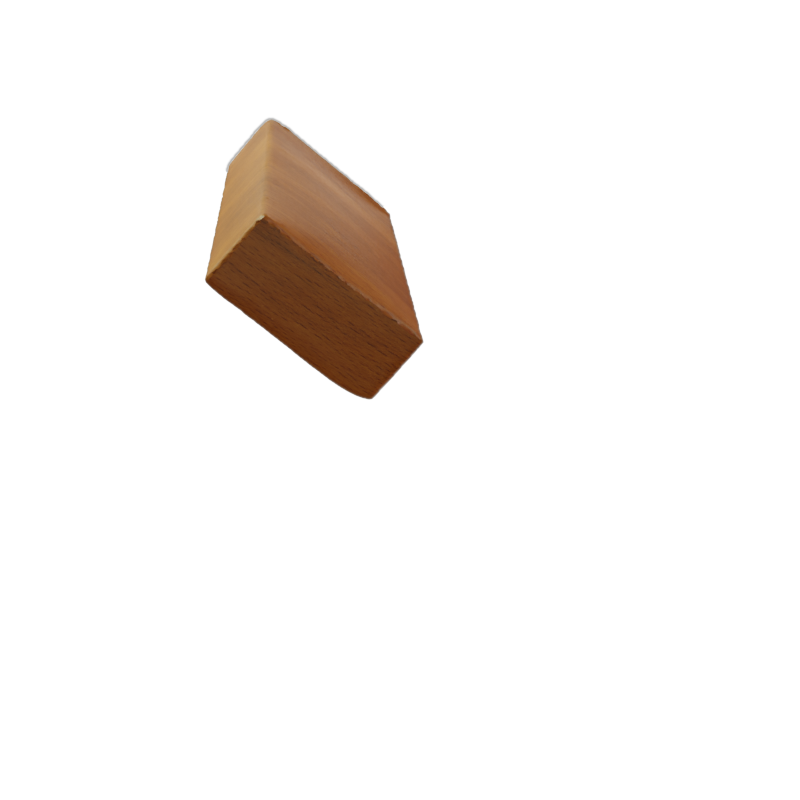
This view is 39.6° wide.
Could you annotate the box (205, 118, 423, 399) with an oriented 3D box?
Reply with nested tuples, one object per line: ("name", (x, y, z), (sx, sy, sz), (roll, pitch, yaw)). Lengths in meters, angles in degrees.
("box", (-0.043, -0.078, 0.547), (0.090, 0.047, 0.186), (37, 20, -20))
